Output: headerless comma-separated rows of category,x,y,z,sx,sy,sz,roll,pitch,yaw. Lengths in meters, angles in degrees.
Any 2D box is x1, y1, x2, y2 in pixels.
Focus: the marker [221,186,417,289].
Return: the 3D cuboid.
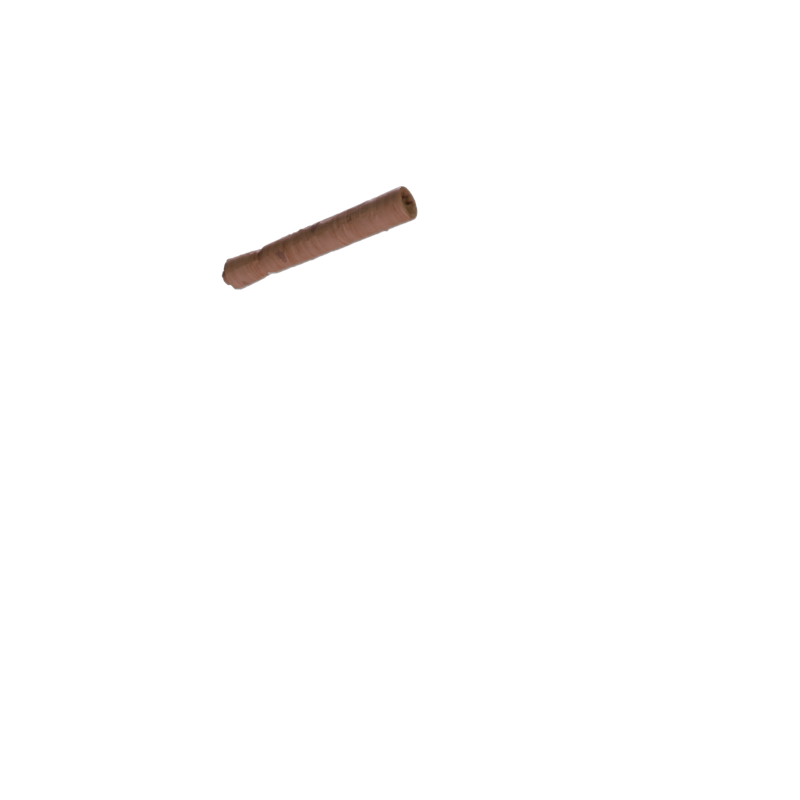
marker,-0.047,-0.085,0.598,0.122,0.020,0.019,-18,-5,28
